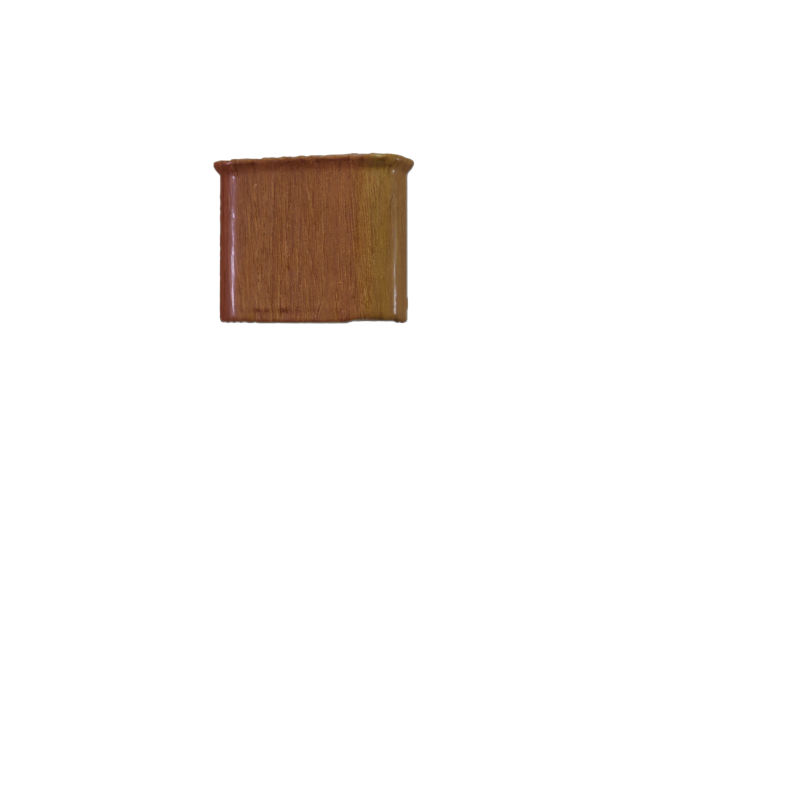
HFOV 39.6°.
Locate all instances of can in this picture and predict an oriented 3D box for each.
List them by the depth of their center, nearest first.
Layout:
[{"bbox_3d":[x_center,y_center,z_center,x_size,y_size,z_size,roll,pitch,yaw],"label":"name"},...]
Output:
[{"bbox_3d":[-0.045,-0.082,0.575,0.104,0.084,0.056,1,0,19],"label":"can"}]
